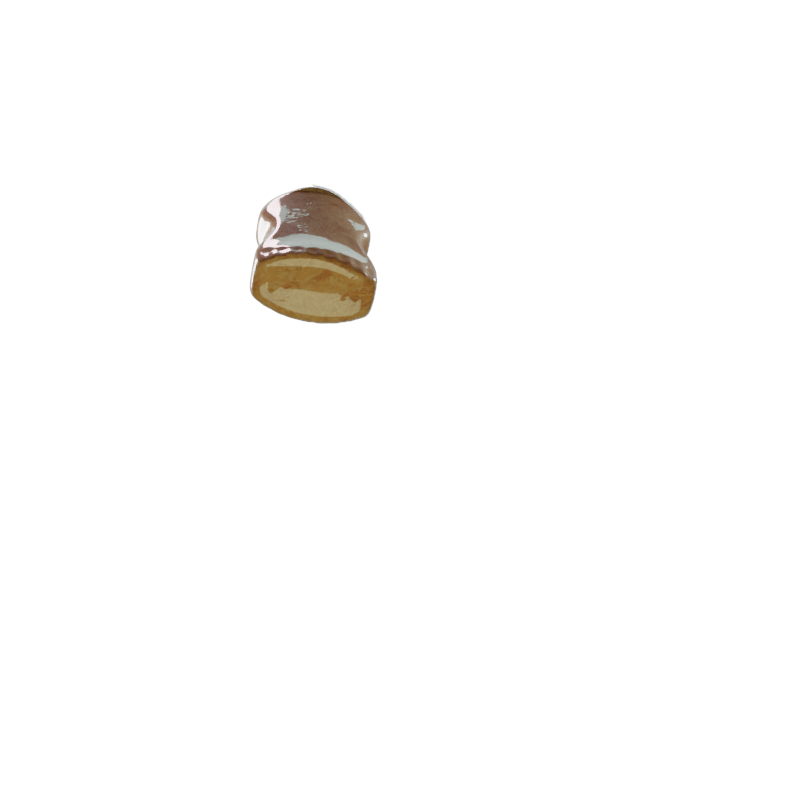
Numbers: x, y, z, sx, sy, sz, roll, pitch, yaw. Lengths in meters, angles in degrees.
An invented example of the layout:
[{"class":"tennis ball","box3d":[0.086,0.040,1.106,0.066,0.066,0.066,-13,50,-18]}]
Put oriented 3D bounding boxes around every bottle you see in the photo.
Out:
[{"class":"bottle","box3d":[-0.072,-0.132,0.923,0.095,0.056,0.203,7,29,-7]}]
